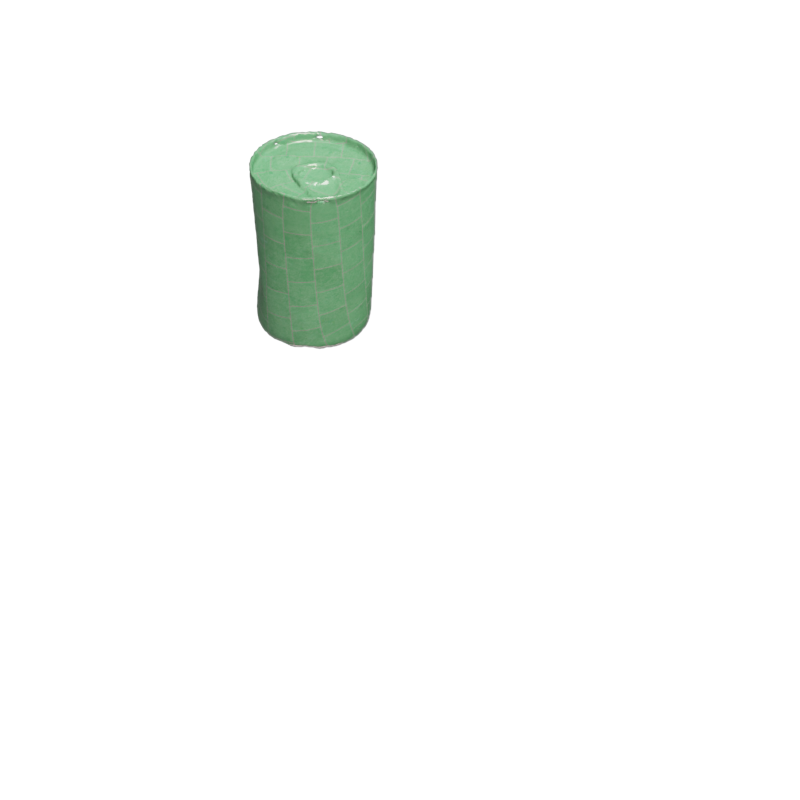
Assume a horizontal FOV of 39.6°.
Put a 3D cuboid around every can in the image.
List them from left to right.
[{"bbox_3d":[-0.048,-0.087,0.612,0.068,0.095,0.073,0,39,-3],"label":"can"}]
